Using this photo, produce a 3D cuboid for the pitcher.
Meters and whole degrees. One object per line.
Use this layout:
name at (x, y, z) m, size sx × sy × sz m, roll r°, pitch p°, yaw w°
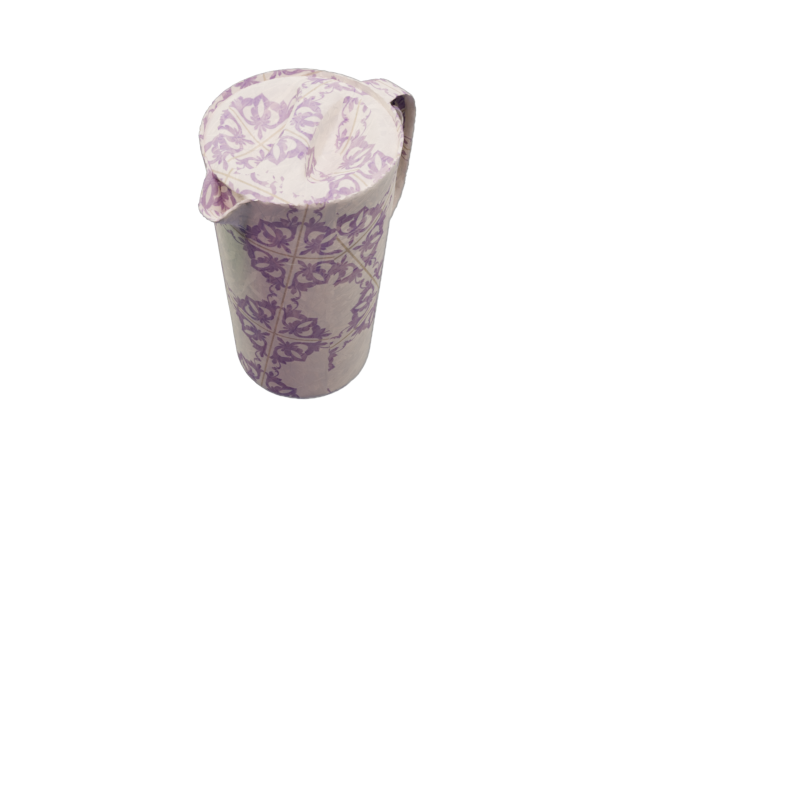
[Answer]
pitcher at (-0.063, -0.116, 0.810) m, size 0.149 × 0.156 × 0.227 m, roll 0°, pitch -37°, yaw -3°
